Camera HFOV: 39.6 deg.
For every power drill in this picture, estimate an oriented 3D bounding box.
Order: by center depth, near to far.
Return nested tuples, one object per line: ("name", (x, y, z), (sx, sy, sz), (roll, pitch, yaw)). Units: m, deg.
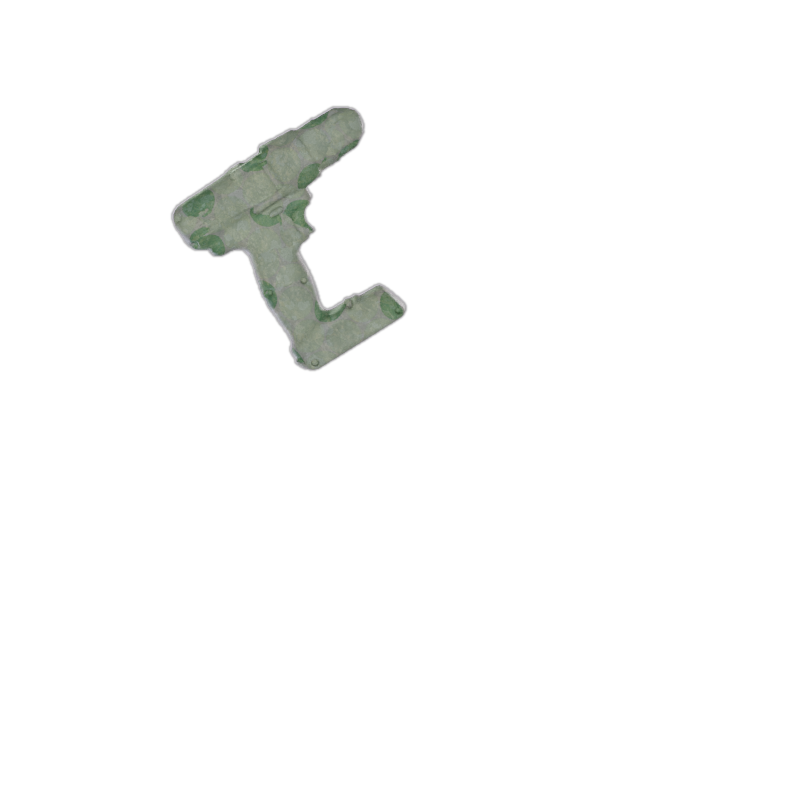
("power drill", (-0.075, -0.136, 0.952), (0.184, 0.186, 0.058), (-33, 3, 2))
